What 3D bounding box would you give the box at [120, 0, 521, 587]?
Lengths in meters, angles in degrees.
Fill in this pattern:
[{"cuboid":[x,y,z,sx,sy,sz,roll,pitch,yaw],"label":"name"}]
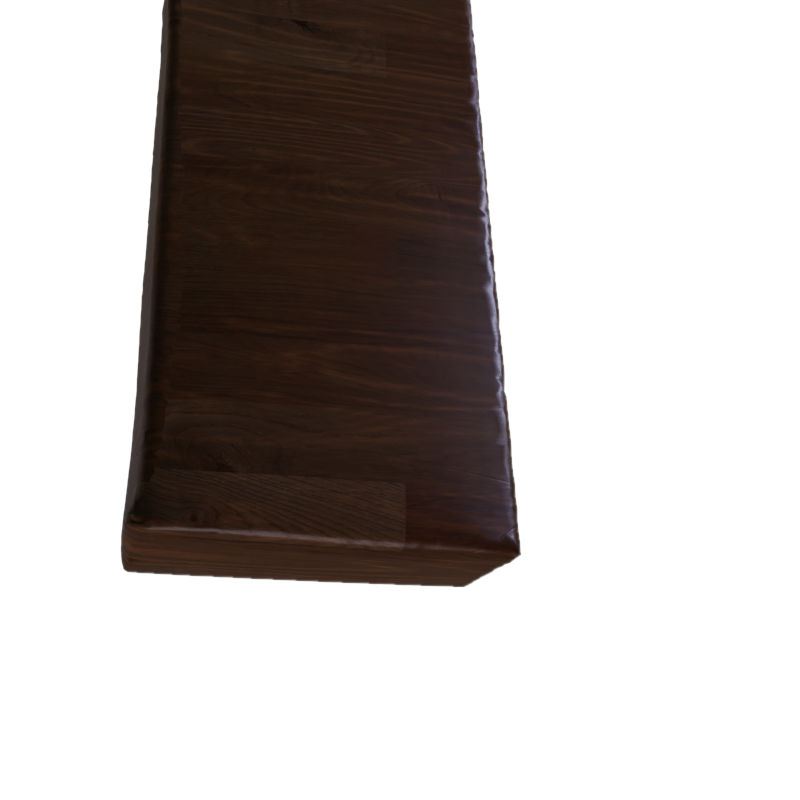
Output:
[{"cuboid":[-0.024,-0.044,0.306,0.092,0.187,0.046,5,-29,-13],"label":"box"}]
